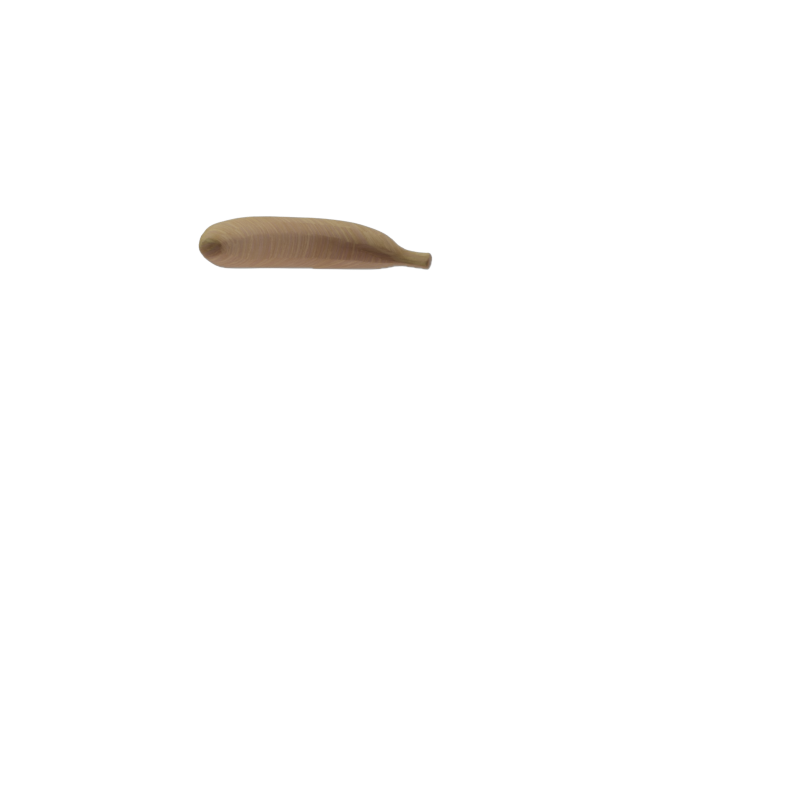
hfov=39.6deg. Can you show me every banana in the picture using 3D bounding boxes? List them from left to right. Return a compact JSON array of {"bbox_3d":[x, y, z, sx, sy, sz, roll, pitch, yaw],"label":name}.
[{"bbox_3d":[-0.068,-0.108,0.761,0.190,0.037,0.072,-5,7,-42],"label":"banana"}]
